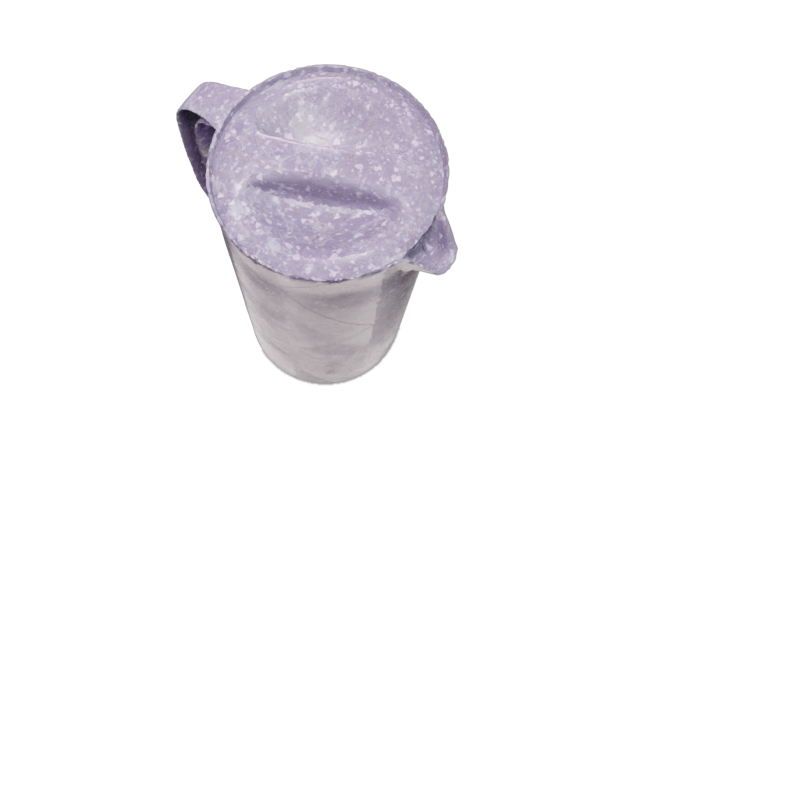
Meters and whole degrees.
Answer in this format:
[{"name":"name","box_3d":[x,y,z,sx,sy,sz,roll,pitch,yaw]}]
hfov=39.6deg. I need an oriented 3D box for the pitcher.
[{"name":"pitcher","box_3d":[-0.055,-0.101,0.708,0.144,0.157,0.232,-9,-18,-6]}]
